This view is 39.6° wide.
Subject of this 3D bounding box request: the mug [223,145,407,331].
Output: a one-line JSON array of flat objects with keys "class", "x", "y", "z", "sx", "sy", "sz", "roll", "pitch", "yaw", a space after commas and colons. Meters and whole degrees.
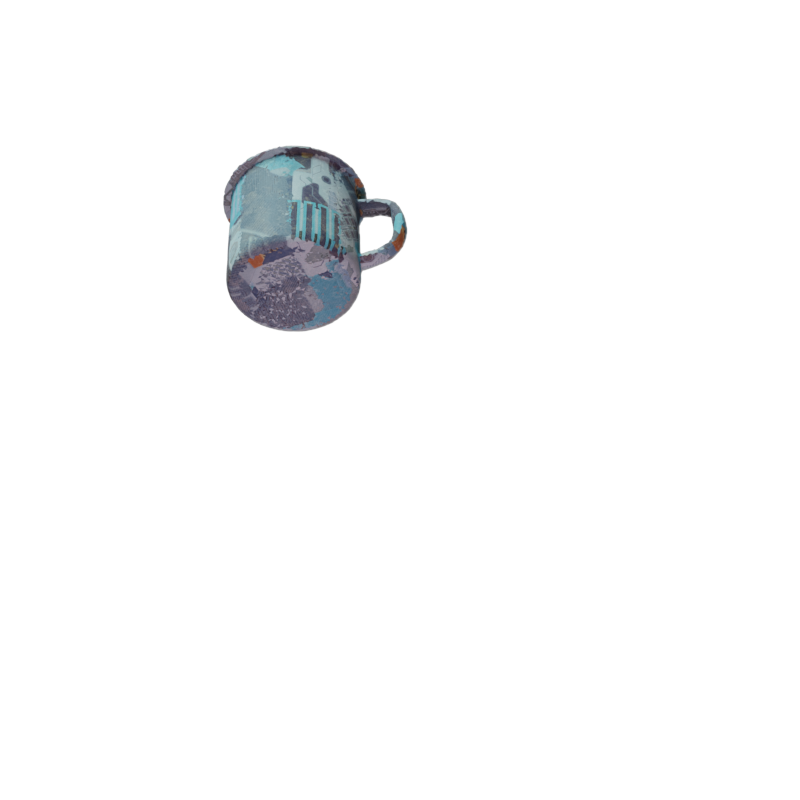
[{"class": "mug", "x": -0.054, "y": -0.098, "z": 0.689, "sx": 0.118, "sy": 0.087, "sz": 0.086, "roll": -5, "pitch": -44, "yaw": 4}]
